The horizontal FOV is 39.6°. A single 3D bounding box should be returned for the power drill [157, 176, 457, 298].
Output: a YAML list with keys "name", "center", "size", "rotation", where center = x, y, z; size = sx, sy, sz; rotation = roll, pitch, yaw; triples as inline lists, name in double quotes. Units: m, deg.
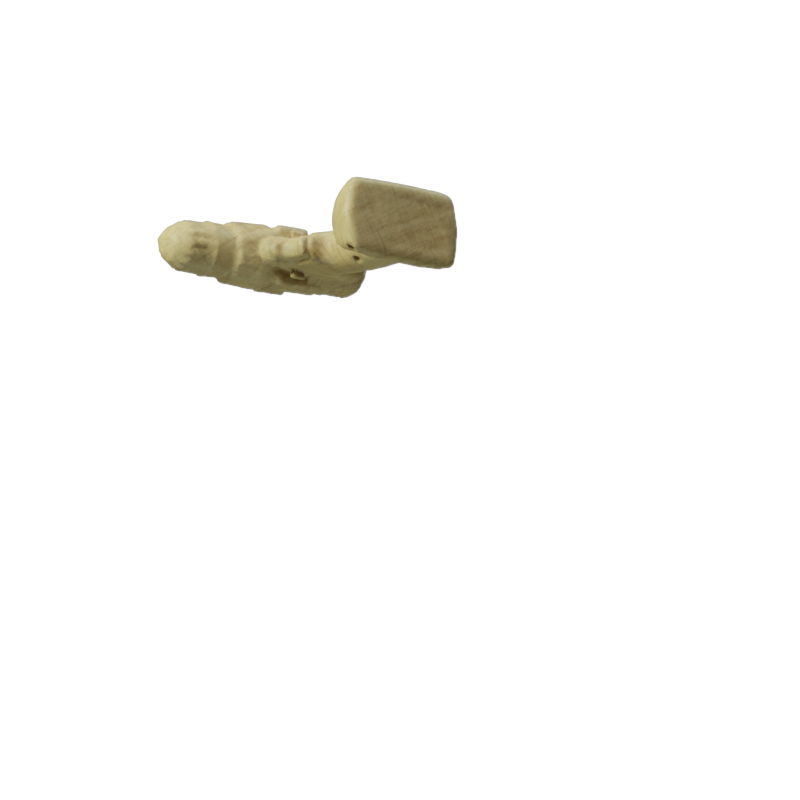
- name: "power drill"
  center: [-0.065, -0.119, 0.833]
  size: [0.176, 0.058, 0.192]
  rotation: [3, -5, -37]
